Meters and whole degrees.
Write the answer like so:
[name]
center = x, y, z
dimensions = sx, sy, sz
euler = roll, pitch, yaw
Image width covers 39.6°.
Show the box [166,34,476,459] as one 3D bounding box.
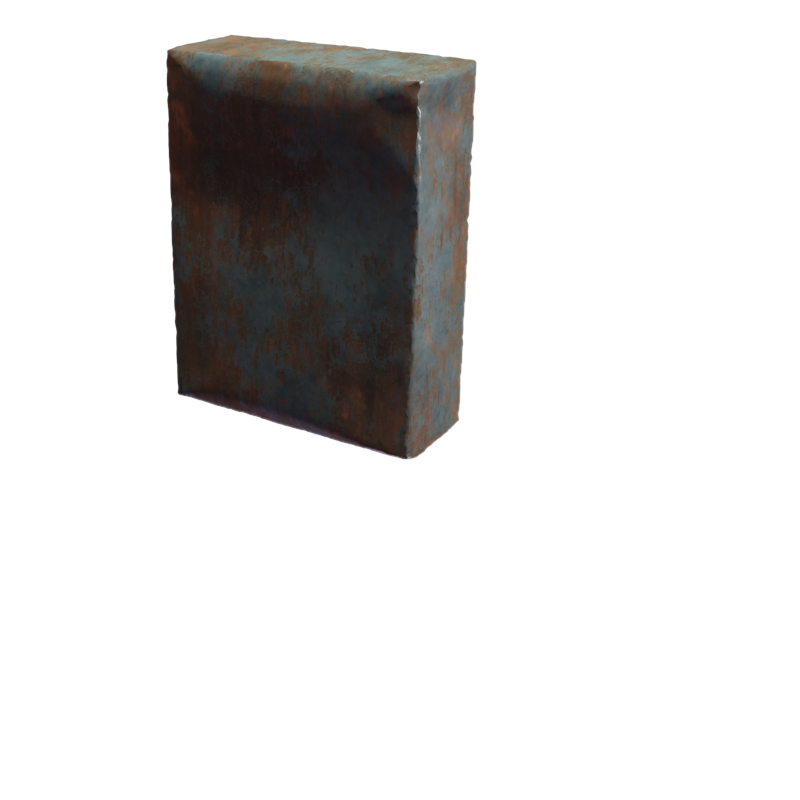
[box]
center = -0.049, -0.090, 0.627
dimensions = 0.172, 0.204, 0.072
euler = 14, 24, 29
